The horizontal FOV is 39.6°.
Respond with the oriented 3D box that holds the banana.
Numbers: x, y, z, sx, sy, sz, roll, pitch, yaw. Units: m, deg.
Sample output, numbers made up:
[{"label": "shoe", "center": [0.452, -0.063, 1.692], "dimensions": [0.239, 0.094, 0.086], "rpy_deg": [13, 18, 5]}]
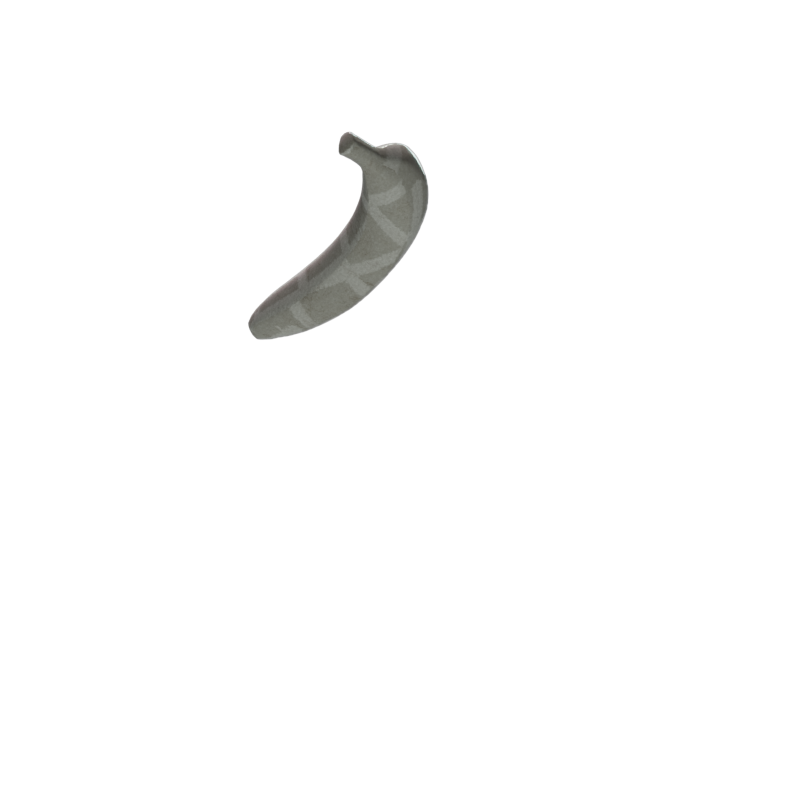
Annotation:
[{"label": "banana", "center": [-0.030, -0.089, 0.629], "dimensions": [0.068, 0.039, 0.190], "rpy_deg": [11, -33, -18]}]
